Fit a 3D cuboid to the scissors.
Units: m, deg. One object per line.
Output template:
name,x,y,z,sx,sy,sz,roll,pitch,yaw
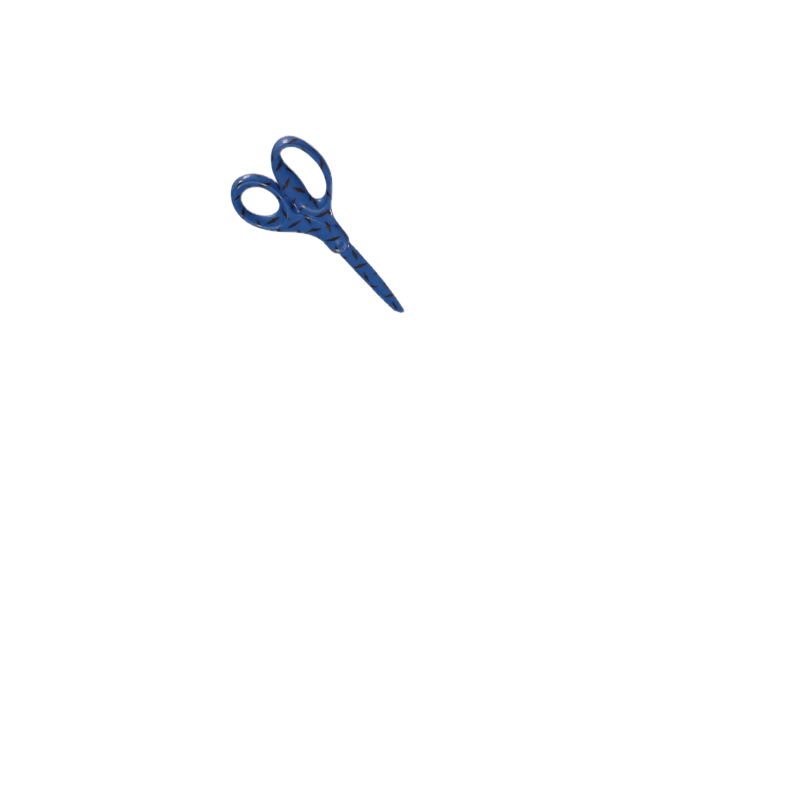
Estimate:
scissors,-0.075,-0.136,0.956,0.097,0.188,0.017,-18,33,12
